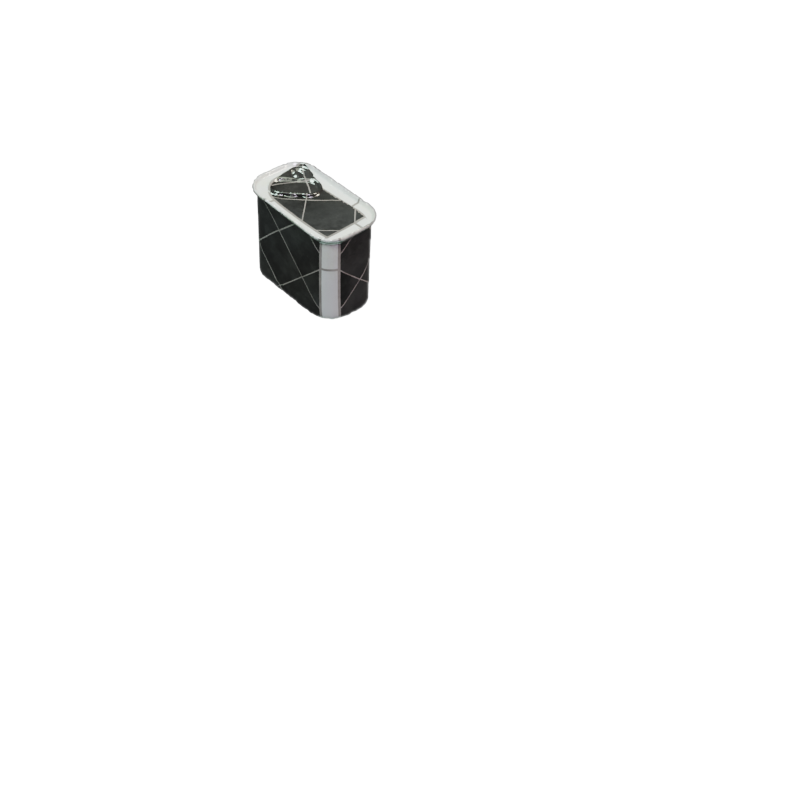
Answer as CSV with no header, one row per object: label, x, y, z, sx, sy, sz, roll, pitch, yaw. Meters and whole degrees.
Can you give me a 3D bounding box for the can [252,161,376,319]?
can,-0.067,-0.123,0.858,0.057,0.078,0.109,-29,51,-30
